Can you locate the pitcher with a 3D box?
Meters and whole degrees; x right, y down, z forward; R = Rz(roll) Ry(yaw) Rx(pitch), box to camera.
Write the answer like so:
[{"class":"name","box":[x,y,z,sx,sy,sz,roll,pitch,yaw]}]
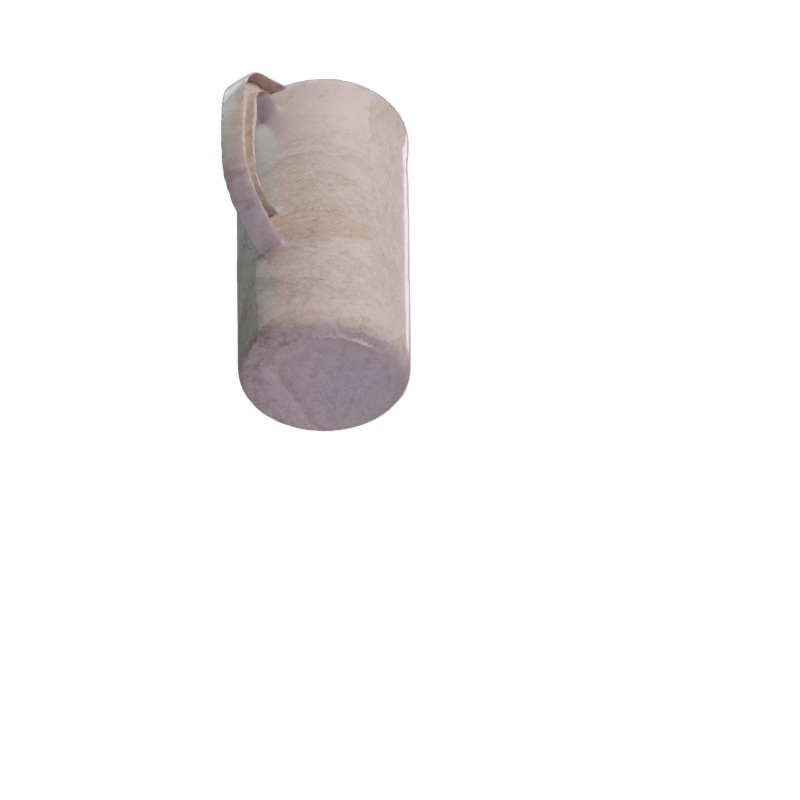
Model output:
[{"class":"pitcher","box":[-0.060,-0.109,0.765,0.147,0.261,0.137,6,-44,-10]}]
